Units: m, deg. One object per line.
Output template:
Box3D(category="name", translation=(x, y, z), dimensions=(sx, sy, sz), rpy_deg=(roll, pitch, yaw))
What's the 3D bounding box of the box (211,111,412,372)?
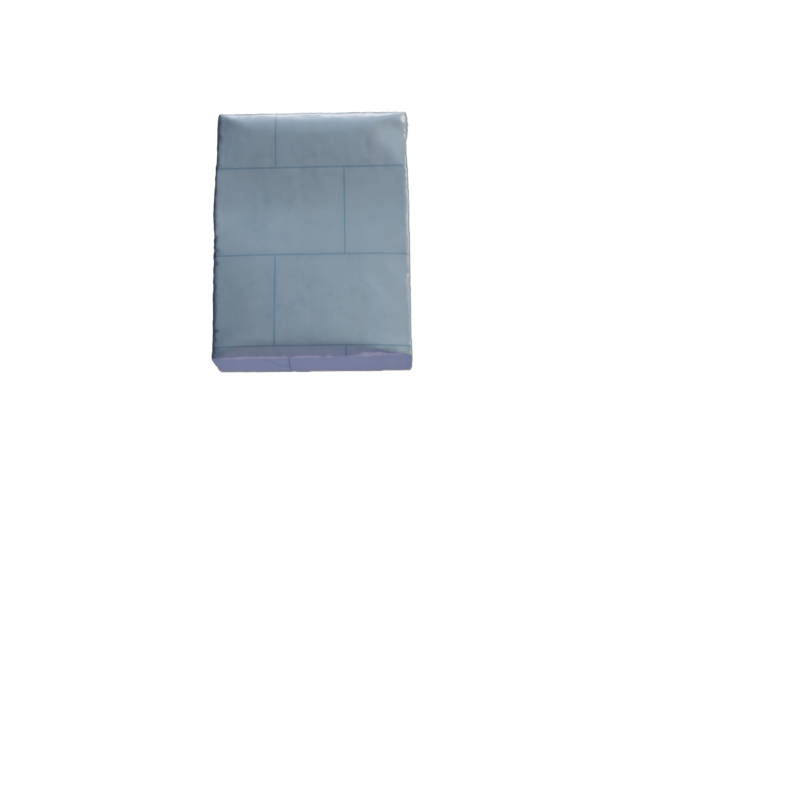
Box3D(category="box", translation=(-0.073, -0.133, 0.932), dimensions=(0.164, 0.221, 0.069), rpy_deg=(-1, -14, 1))
